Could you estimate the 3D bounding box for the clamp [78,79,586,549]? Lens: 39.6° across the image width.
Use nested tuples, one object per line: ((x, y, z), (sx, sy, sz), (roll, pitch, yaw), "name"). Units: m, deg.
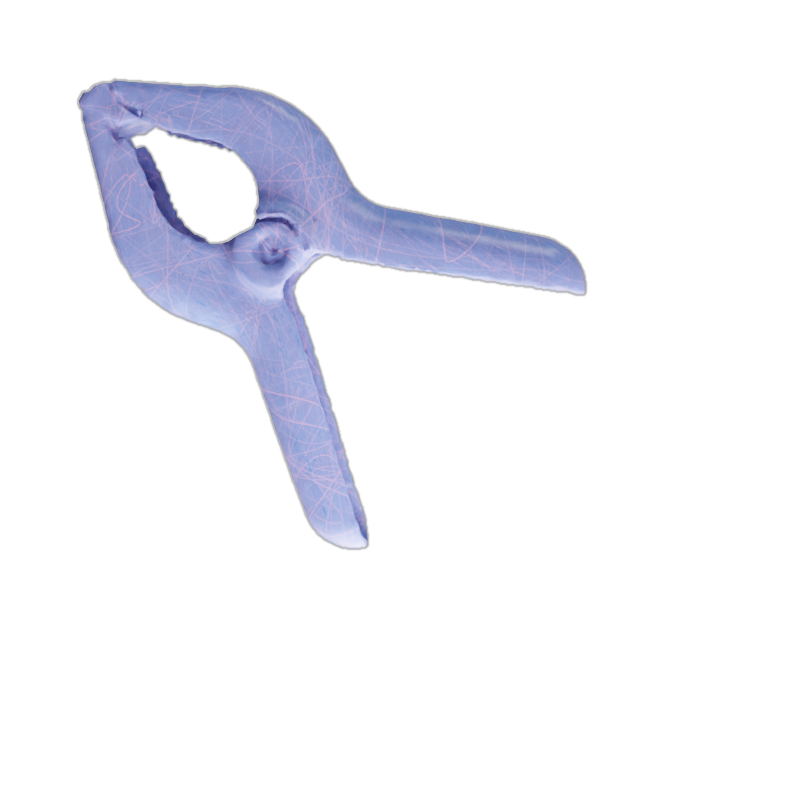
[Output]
((-0.028, -0.052, 0.363), (0.120, 0.173, 0.039), (-41, -3, -3), "clamp")
